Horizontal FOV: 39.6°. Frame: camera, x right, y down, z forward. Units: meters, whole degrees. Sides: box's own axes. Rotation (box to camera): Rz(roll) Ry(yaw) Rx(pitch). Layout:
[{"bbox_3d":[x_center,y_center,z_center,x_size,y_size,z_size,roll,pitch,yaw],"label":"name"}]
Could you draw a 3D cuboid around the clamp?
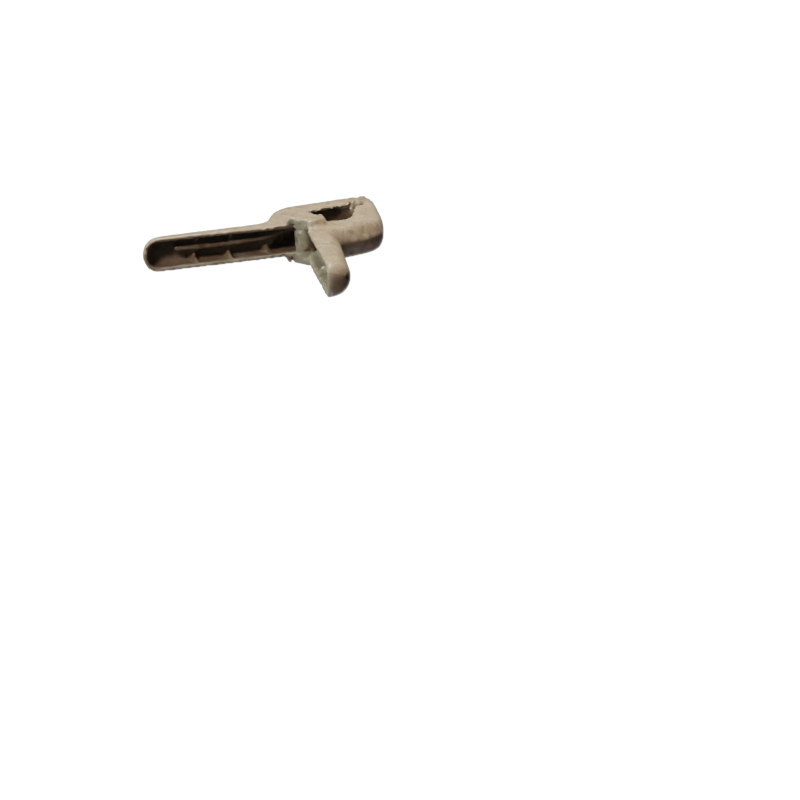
[{"bbox_3d":[-0.066,-0.120,0.838,0.173,0.035,0.208,14,25,31],"label":"clamp"}]
